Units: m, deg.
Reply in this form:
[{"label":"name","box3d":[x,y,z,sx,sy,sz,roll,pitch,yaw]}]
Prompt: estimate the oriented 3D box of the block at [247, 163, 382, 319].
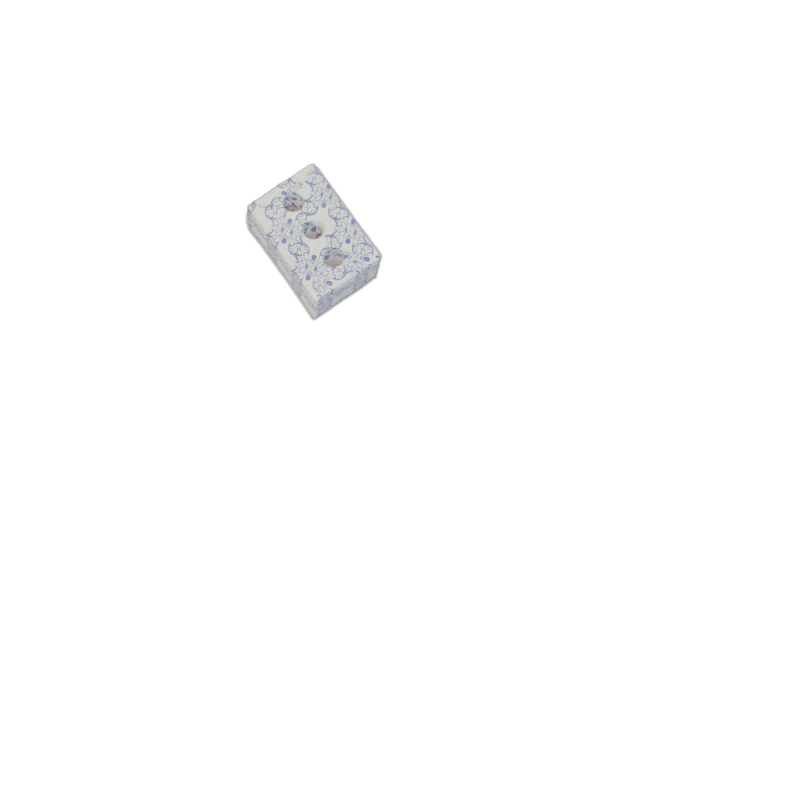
[{"label":"block","box3d":[-0.055,-0.101,0.707,0.053,0.081,0.049,-34,-12,-10]}]
